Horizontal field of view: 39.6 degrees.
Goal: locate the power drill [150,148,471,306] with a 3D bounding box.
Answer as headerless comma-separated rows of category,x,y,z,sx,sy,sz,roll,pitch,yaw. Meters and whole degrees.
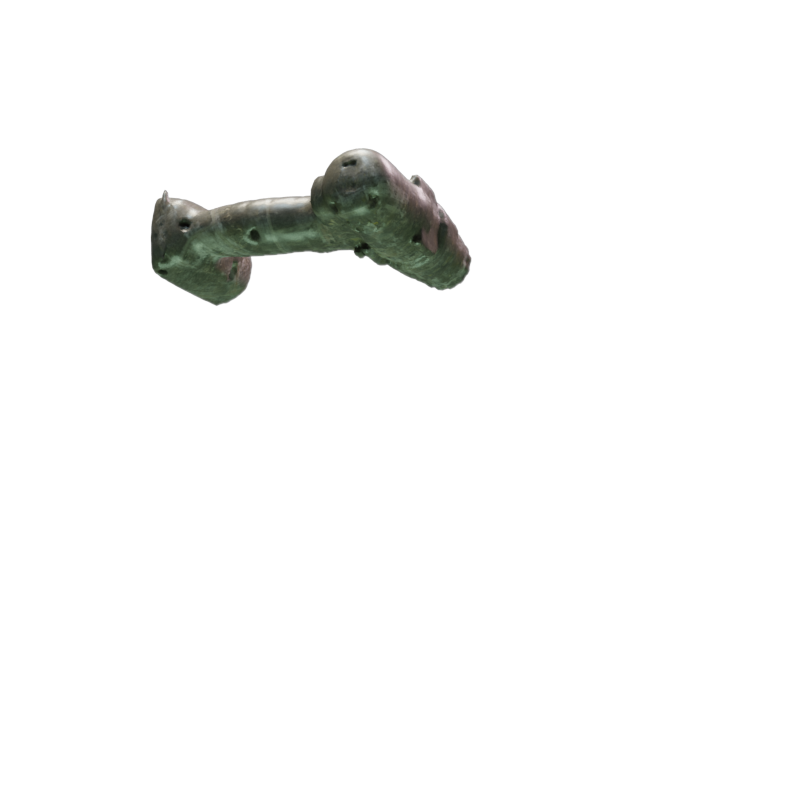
power drill,-0.059,-0.107,0.753,0.191,0.060,0.173,-7,-18,22
